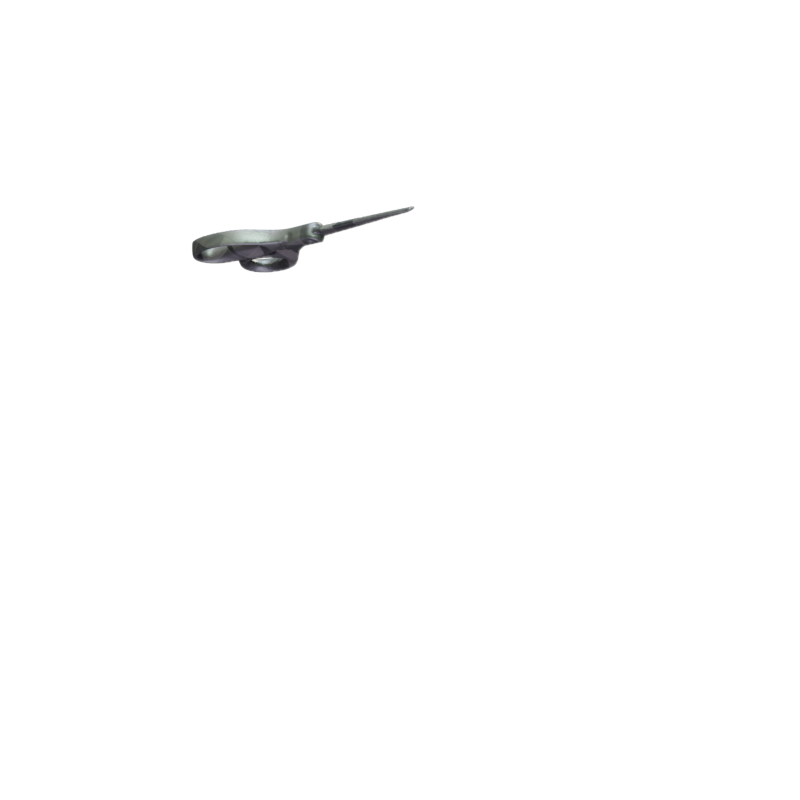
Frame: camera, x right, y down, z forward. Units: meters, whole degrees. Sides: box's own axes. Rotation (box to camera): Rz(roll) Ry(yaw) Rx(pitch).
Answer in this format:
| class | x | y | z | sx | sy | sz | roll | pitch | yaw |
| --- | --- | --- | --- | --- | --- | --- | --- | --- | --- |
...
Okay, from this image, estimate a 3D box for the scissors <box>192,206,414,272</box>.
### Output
| class | x | y | z | sx | sy | sz | roll | pitch | yaw |
| --- | --- | --- | --- | --- | --- | --- | --- | --- | --- |
| scissors | -0.069 | -0.126 | 0.882 | 0.206 | 0.016 | 0.091 | -4 | -10 | 23 |
